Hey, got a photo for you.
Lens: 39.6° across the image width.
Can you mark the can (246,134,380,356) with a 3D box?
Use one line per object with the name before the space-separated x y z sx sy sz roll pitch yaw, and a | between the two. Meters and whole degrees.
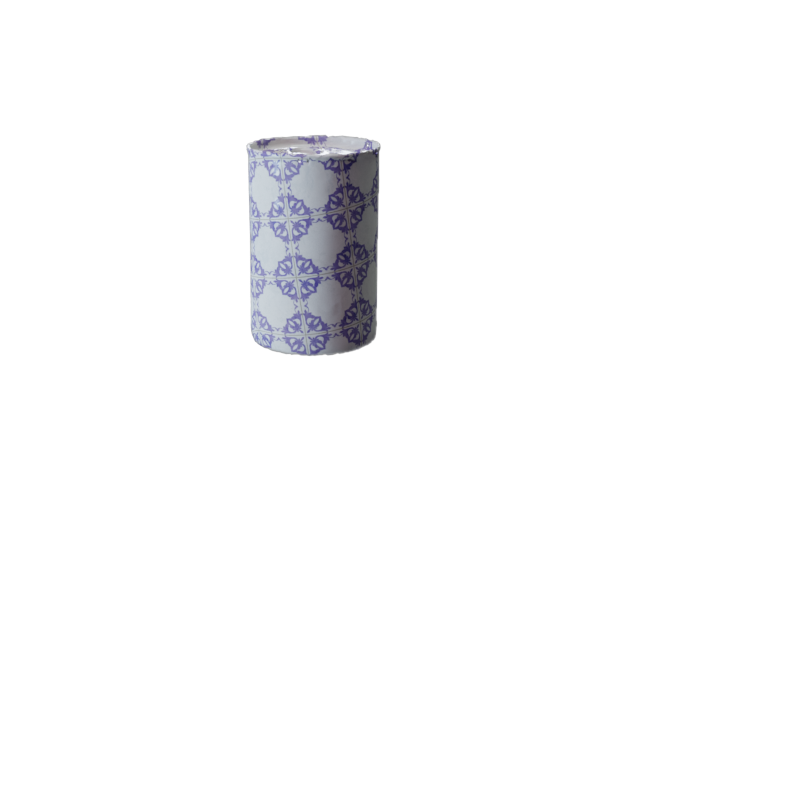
can | -0.045 -0.082 0.571 0.068 0.099 0.071 0 16 -2
